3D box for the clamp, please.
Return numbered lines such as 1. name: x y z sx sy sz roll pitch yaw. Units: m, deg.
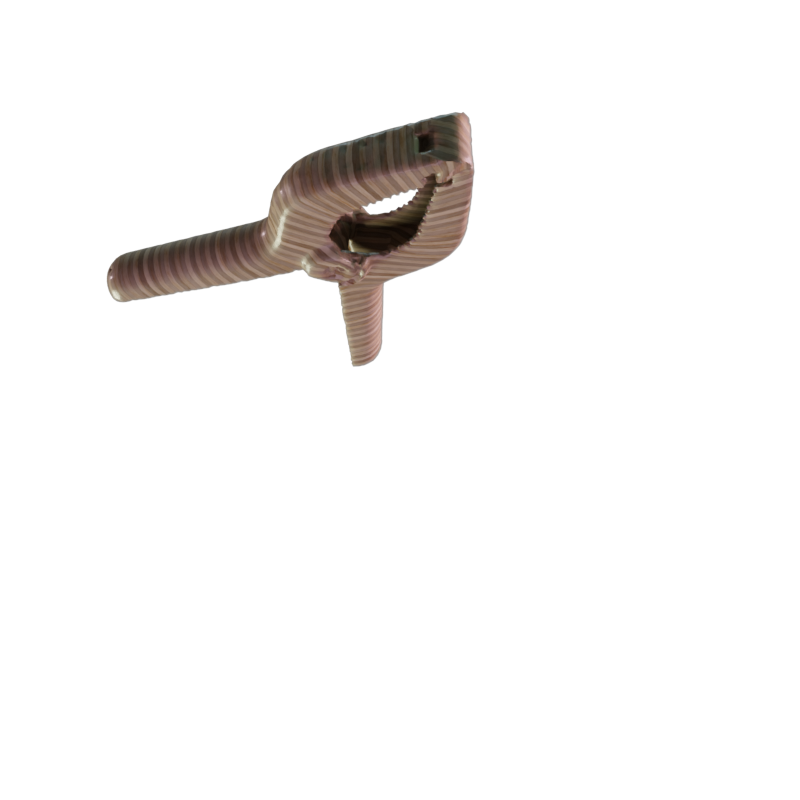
1. clamp: -0.042 -0.077 0.542 0.158 0.039 0.206 12 -27 -24
